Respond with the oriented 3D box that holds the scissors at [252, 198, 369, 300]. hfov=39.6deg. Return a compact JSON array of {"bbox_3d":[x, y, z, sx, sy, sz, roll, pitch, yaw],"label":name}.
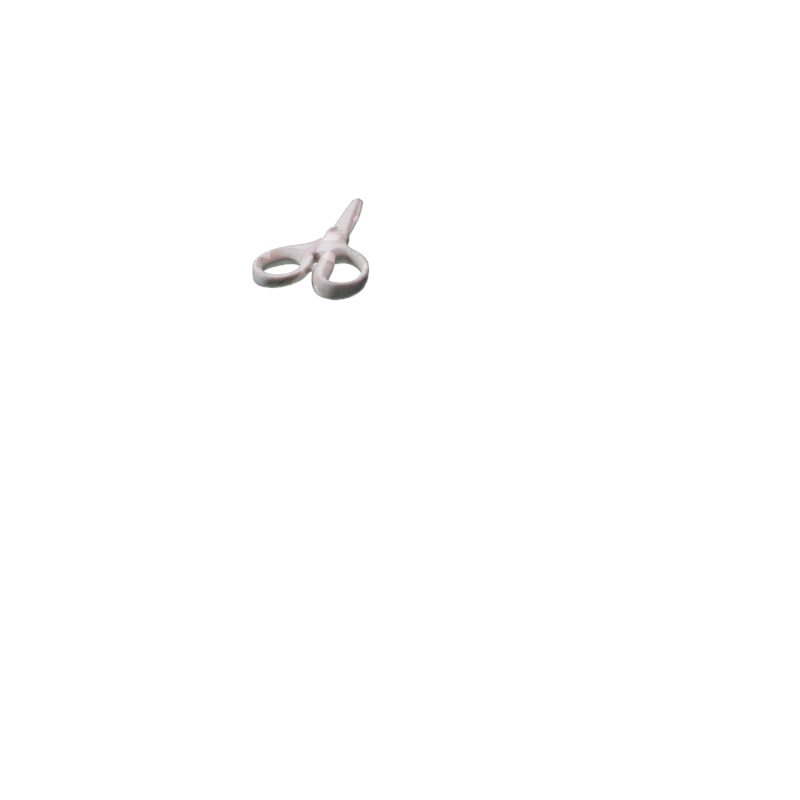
[{"bbox_3d":[-0.069,-0.126,0.884,0.096,0.015,0.214,-3,28,-5],"label":"scissors"}]
